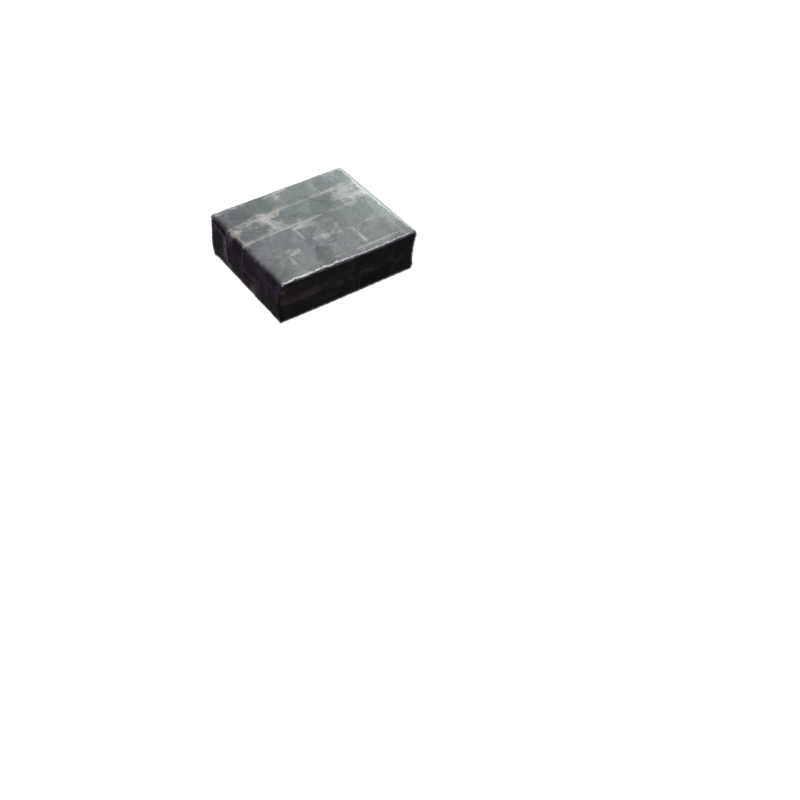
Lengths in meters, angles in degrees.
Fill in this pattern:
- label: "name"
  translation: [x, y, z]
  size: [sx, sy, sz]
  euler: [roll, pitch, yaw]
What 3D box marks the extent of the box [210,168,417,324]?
- label: "box"
  translation: [-0.060, -0.109, 0.761]
  size: [0.113, 0.036, 0.097]
  euler: [-27, 50, -26]
